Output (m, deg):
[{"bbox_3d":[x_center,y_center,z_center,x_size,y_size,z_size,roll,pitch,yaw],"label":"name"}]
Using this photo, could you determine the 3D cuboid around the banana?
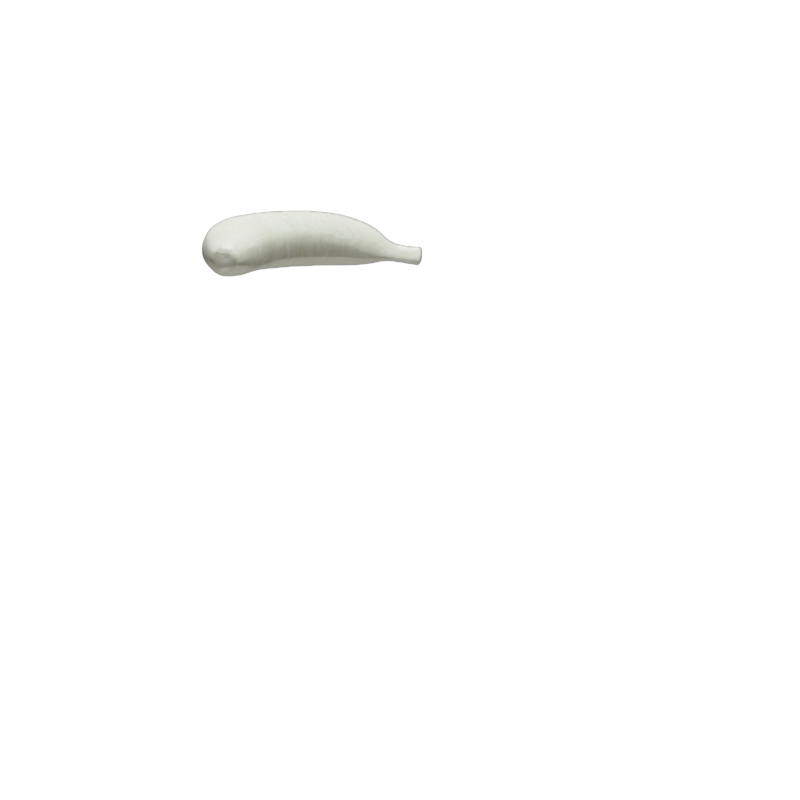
[{"bbox_3d":[-0.066,-0.098,0.683,0.072,0.036,0.192,6,12,35],"label":"banana"}]
